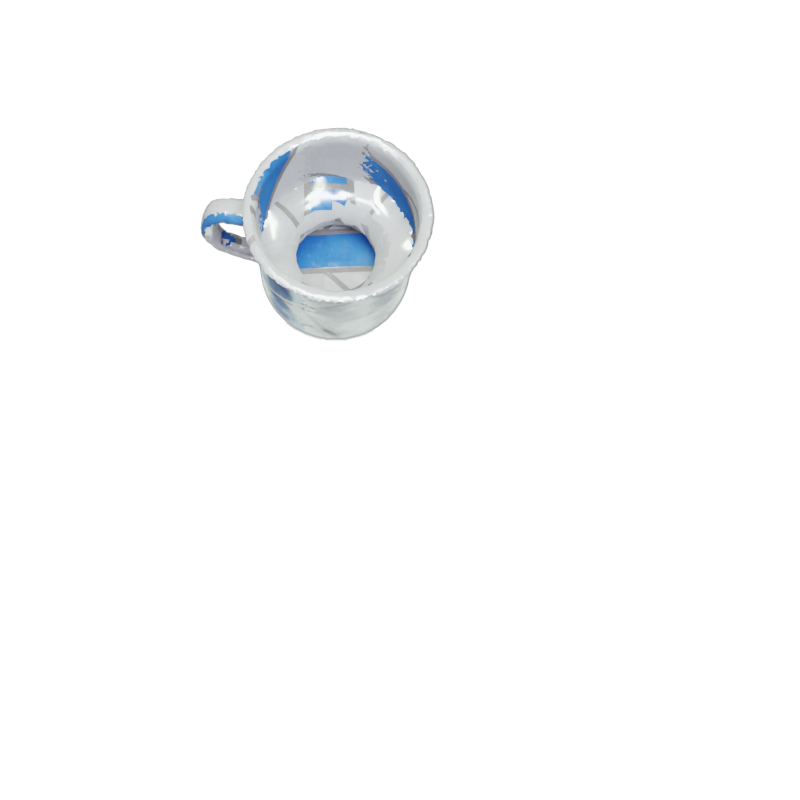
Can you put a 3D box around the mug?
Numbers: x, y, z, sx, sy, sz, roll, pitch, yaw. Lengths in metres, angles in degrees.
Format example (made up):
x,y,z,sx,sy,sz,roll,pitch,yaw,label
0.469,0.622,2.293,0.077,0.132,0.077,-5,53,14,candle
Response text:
x,y,z,sx,sy,sz,roll,pitch,yaw,label
-0.045,-0.082,0.573,0.117,0.098,0.078,5,-20,0,mug
